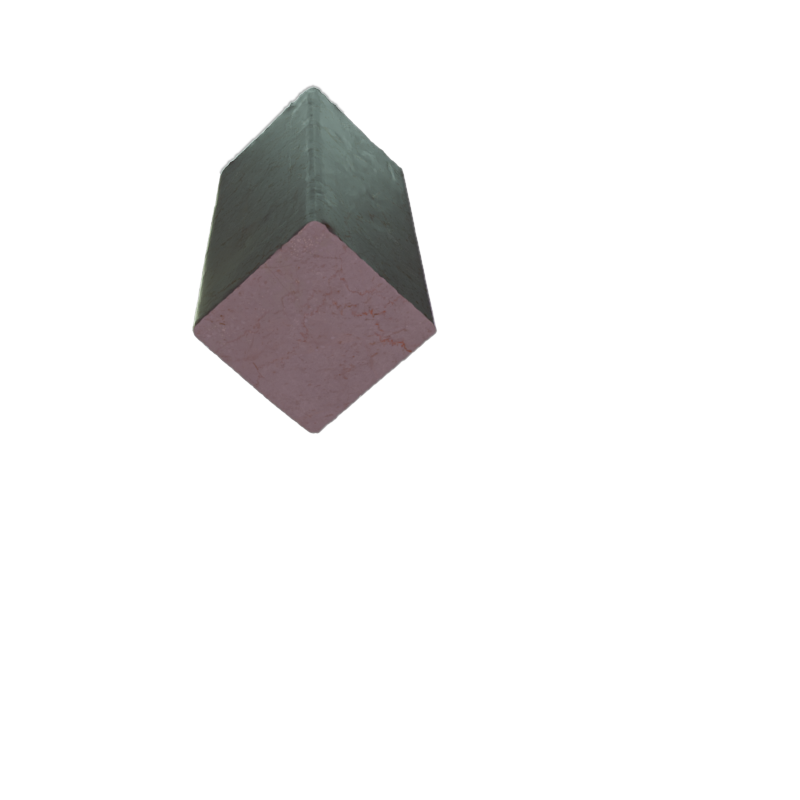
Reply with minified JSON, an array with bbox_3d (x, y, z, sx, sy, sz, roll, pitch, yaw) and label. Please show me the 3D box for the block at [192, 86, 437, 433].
[{"bbox_3d":[-0.050,-0.091,0.636,0.086,0.090,0.219,41,21,-24],"label":"block"}]
